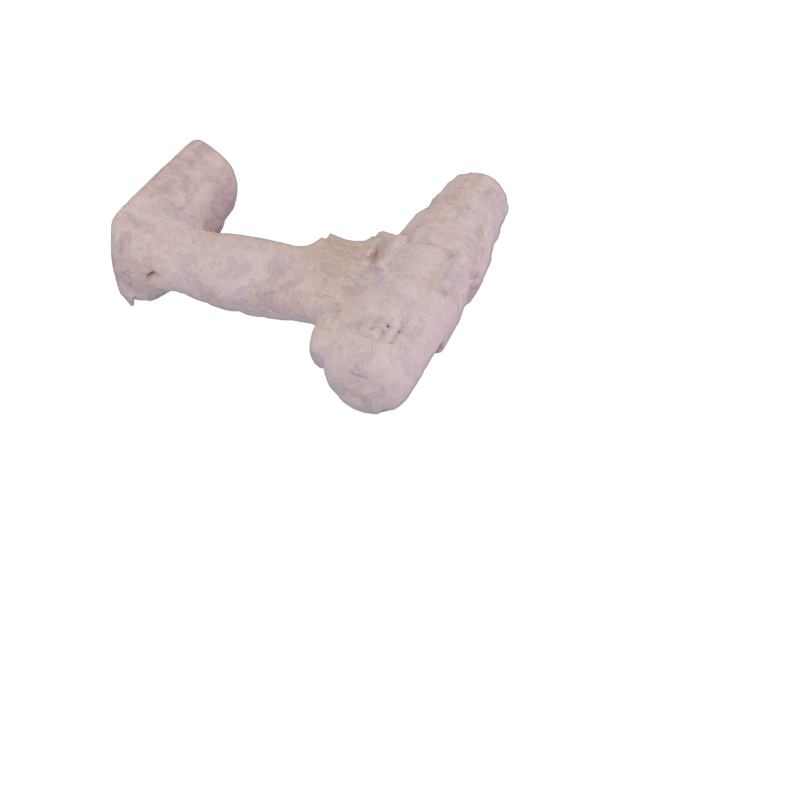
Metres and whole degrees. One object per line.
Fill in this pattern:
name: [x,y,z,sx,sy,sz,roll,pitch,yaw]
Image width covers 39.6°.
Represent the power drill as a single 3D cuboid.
power drill: [-0.048,-0.087,0.608,0.194,0.053,0.191,16,43,18]
